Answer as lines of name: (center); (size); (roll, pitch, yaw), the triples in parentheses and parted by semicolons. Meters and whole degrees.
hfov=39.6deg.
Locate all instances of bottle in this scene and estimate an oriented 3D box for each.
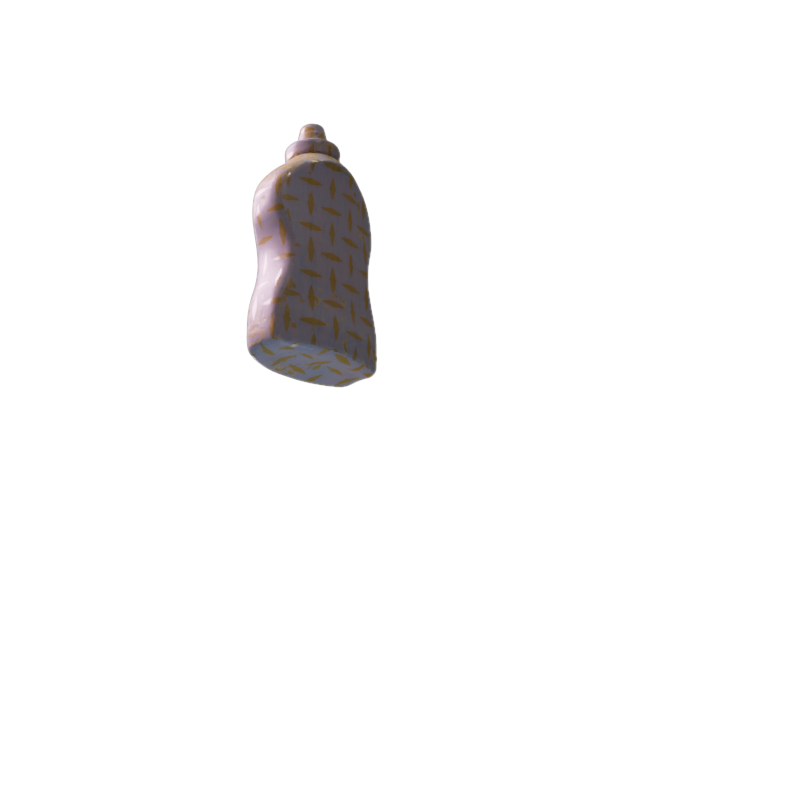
bottle: (-0.062, -0.112, 0.783); (0.090, 0.203, 0.058); (20, -34, -38)
